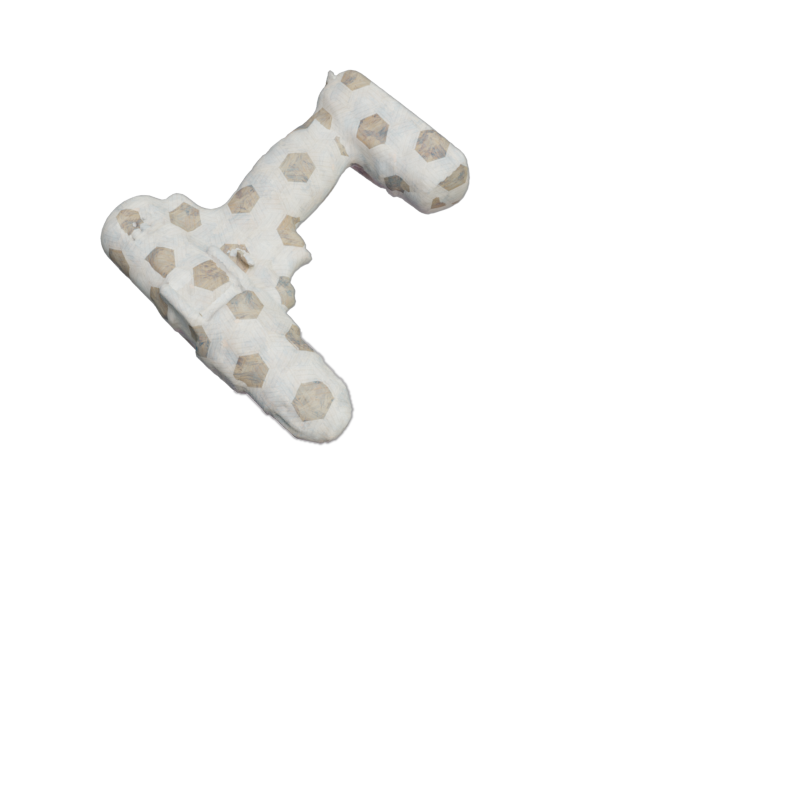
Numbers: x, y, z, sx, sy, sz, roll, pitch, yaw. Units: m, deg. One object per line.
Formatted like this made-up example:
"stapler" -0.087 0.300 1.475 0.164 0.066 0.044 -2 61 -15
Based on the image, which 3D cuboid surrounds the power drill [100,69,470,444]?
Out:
"power drill" -0.049 -0.090 0.631 0.190 0.194 0.054 -42 -20 -19
